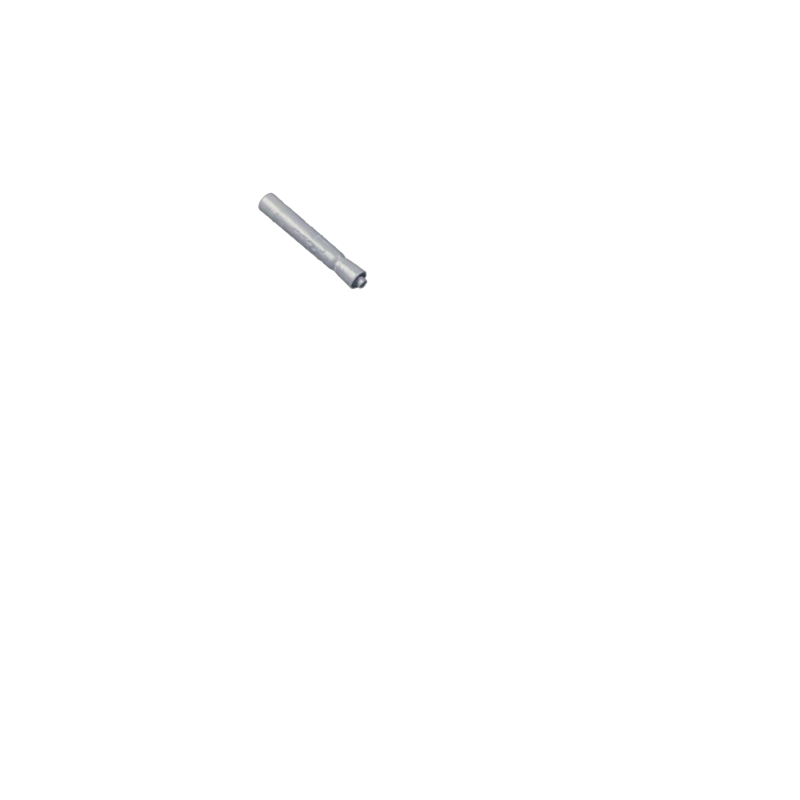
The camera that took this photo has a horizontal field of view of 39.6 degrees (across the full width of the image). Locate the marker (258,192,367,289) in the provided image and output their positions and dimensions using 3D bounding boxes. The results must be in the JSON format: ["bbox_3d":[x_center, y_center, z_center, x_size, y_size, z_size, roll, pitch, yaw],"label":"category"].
[{"bbox_3d":[-0.074,-0.134,0.942,0.128,0.019,0.019,42,22,23],"label":"marker"}]
